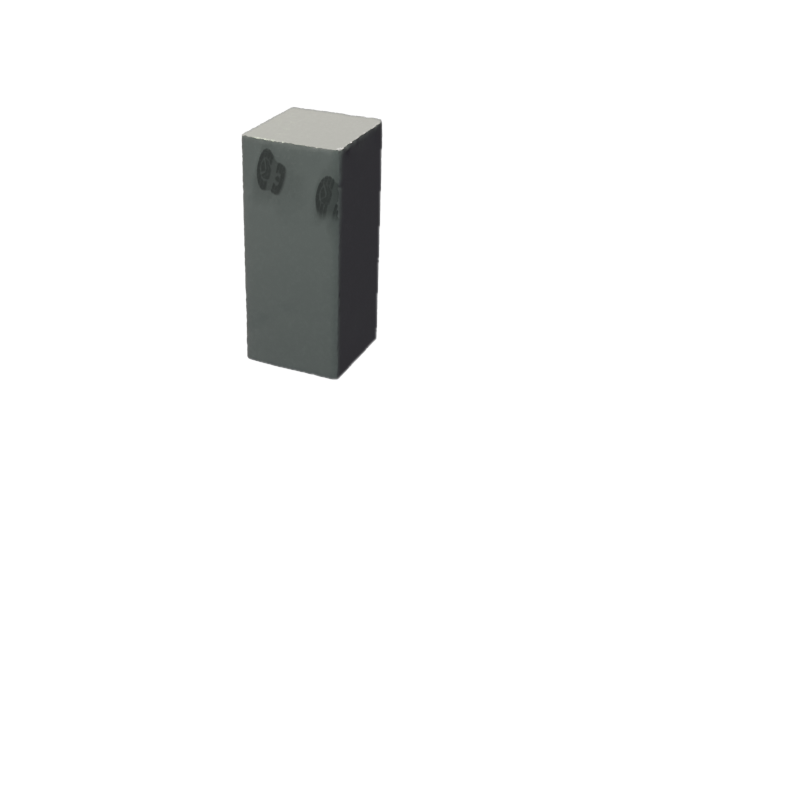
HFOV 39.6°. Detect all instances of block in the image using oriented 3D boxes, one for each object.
[{"bbox_3d":[-0.074,-0.135,0.947,0.094,0.195,0.092,13,28,21],"label":"block"}]
